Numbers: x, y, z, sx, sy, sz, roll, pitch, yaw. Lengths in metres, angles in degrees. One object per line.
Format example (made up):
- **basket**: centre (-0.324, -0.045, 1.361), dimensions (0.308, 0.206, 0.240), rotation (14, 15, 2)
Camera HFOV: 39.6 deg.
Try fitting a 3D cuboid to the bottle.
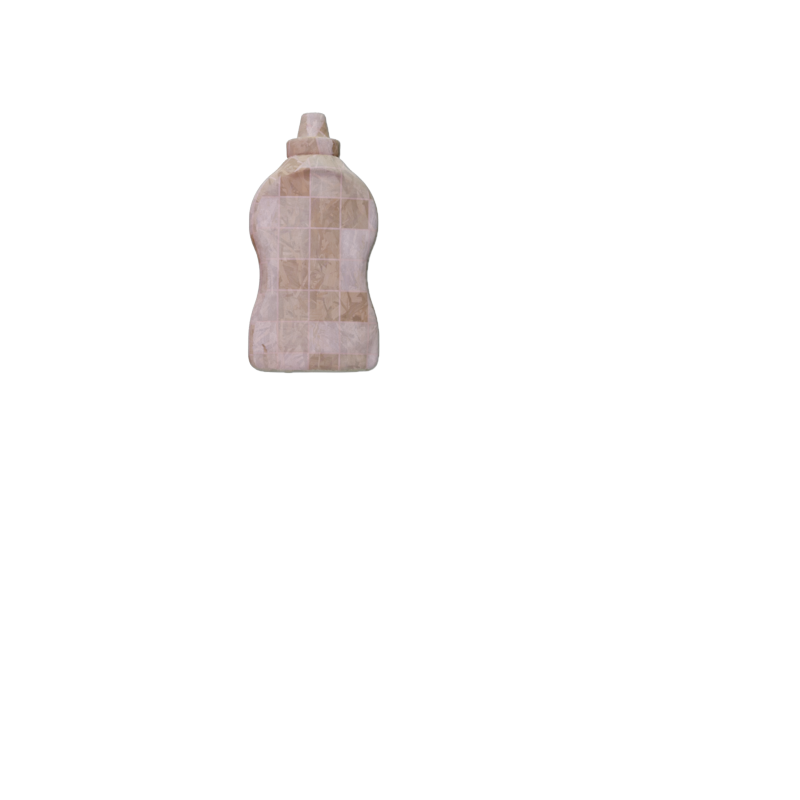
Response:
- **bottle**: centre (-0.064, -0.117, 0.823), dimensions (0.096, 0.193, 0.058), rotation (0, -3, -4)
